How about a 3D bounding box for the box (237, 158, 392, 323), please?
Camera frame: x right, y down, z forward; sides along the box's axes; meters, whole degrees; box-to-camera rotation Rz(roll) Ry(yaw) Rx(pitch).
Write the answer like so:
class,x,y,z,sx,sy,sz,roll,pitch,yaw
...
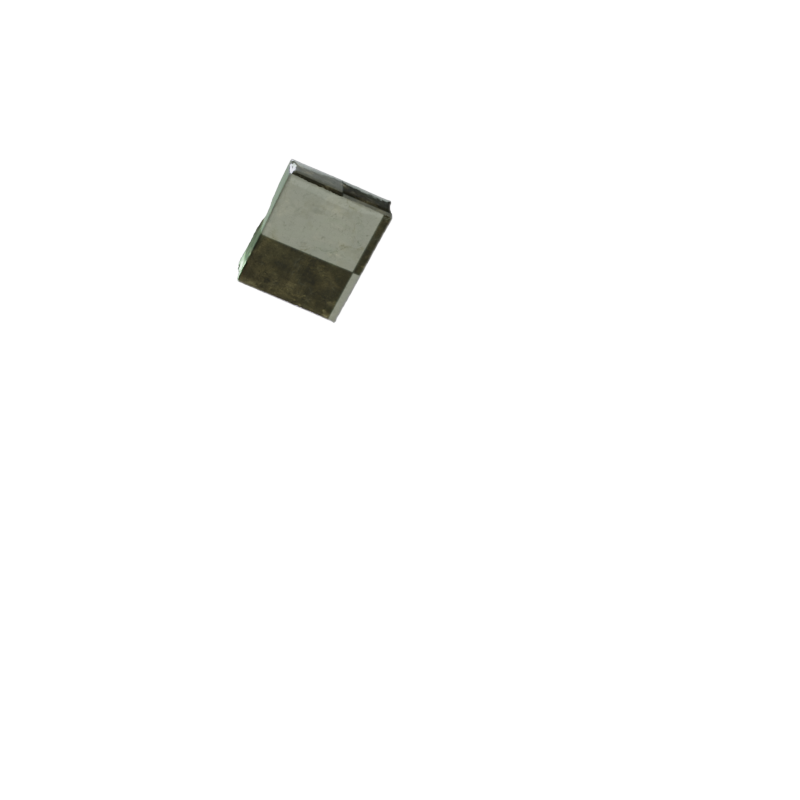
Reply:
class,x,y,z,sx,sy,sz,roll,pitch,yaw
box,-0.057,-0.104,0.730,0.071,0.086,0.032,23,26,-13
